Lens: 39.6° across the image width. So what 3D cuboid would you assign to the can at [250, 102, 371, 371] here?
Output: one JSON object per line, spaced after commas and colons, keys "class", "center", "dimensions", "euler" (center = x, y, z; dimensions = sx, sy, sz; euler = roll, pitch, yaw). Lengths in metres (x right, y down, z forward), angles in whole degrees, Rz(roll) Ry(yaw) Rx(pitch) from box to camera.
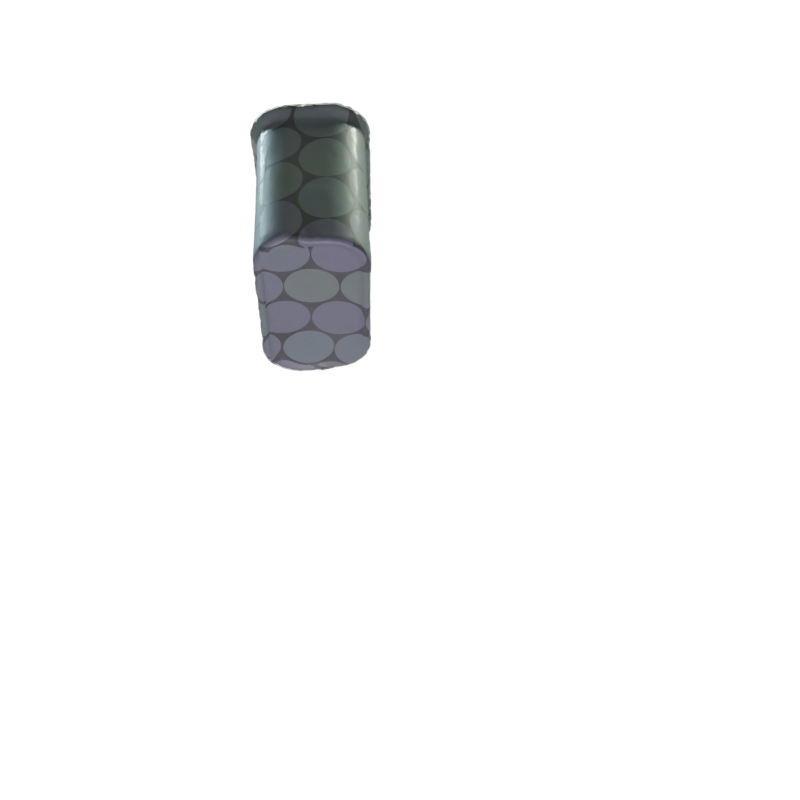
{"class": "can", "center": [-0.041, -0.075, 0.527], "dimensions": [0.057, 0.090, 0.095], "euler": [-2, -37, -1]}
